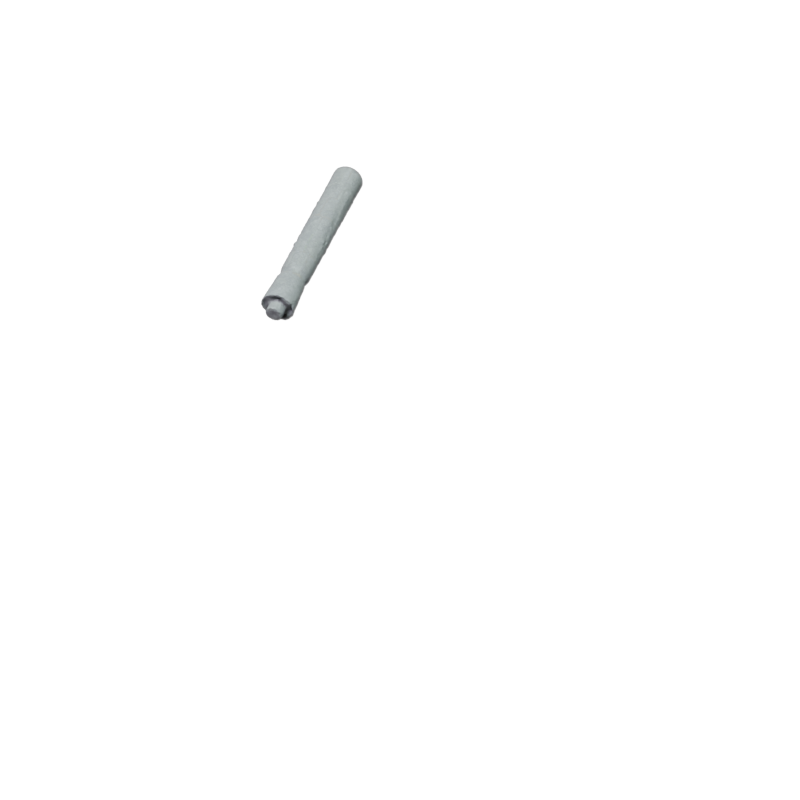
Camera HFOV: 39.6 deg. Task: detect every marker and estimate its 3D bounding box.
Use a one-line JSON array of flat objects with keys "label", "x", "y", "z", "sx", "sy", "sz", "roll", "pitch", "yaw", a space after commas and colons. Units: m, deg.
[{"label": "marker", "x": -0.049, "y": -0.090, "z": 0.628, "sx": 0.020, "sy": 0.018, "sz": 0.127, "roll": 0, "pitch": 44, "yaw": 23}]
